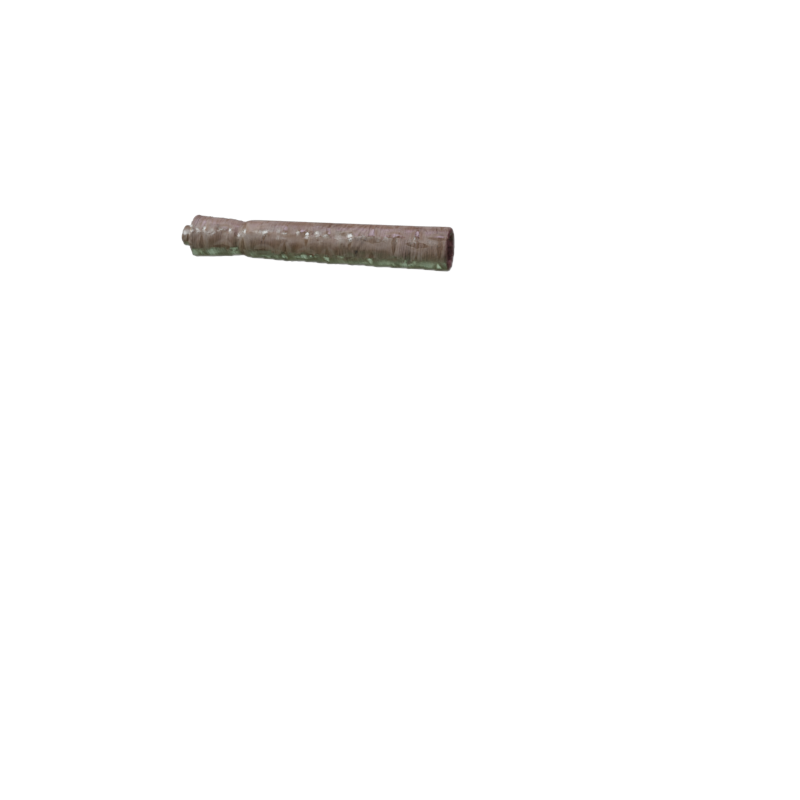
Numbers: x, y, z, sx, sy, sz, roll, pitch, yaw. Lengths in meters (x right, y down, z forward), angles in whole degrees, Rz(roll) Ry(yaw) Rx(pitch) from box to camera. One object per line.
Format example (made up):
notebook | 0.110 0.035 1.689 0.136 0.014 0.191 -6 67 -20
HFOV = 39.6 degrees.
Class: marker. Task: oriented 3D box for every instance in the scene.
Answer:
marker | -0.038 -0.069 0.481 0.124 0.020 0.019 5 5 17
